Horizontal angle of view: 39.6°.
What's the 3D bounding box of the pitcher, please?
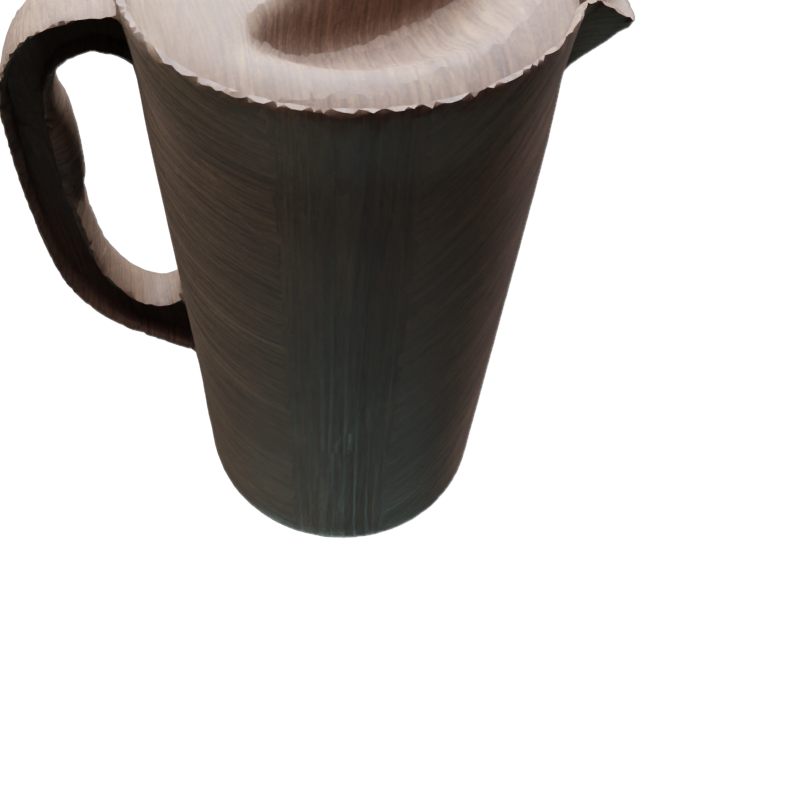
[{"bbox_3d":[-0.031,-0.056,0.392,0.157,0.226,0.147,33,56,22],"label":"pitcher"}]
